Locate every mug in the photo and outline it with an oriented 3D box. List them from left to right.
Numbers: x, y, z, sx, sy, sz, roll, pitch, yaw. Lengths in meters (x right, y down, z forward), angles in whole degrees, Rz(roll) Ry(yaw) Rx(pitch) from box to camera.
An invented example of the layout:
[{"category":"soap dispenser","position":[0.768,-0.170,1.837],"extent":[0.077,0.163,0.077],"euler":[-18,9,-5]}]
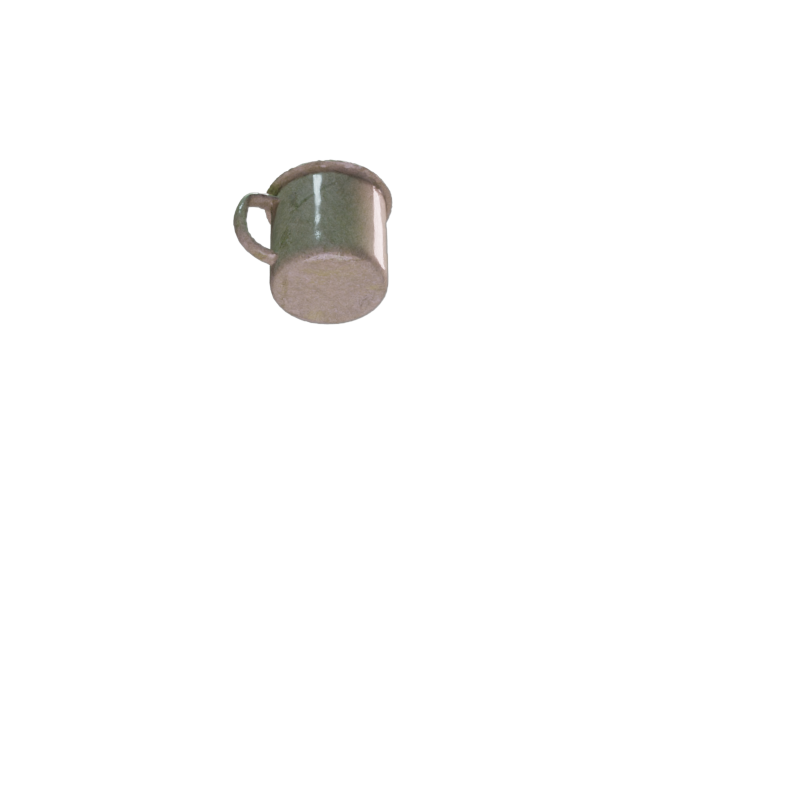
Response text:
[{"category":"mug","position":[-0.060,-0.110,0.772],"extent":[0.112,0.087,0.090],"euler":[17,-41,-23]}]
